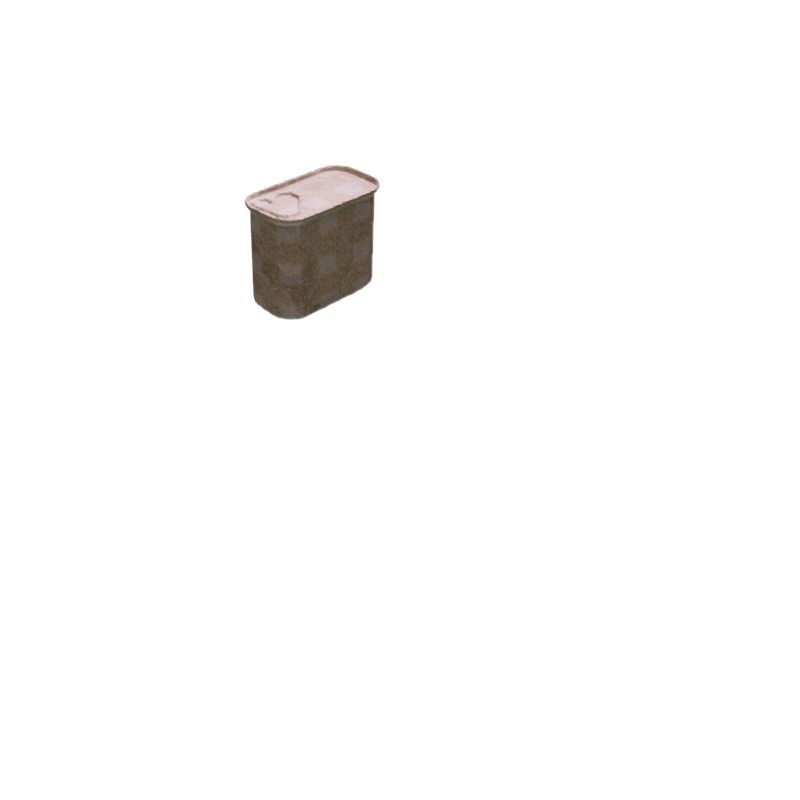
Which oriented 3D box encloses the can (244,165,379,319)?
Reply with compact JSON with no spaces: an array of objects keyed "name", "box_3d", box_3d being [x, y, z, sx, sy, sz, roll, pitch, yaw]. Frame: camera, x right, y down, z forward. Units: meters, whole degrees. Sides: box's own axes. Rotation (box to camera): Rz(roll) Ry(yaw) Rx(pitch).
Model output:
[{"name":"can","box_3d":[-0.065,-0.118,0.826,0.061,0.079,0.101,27,40,36]}]
